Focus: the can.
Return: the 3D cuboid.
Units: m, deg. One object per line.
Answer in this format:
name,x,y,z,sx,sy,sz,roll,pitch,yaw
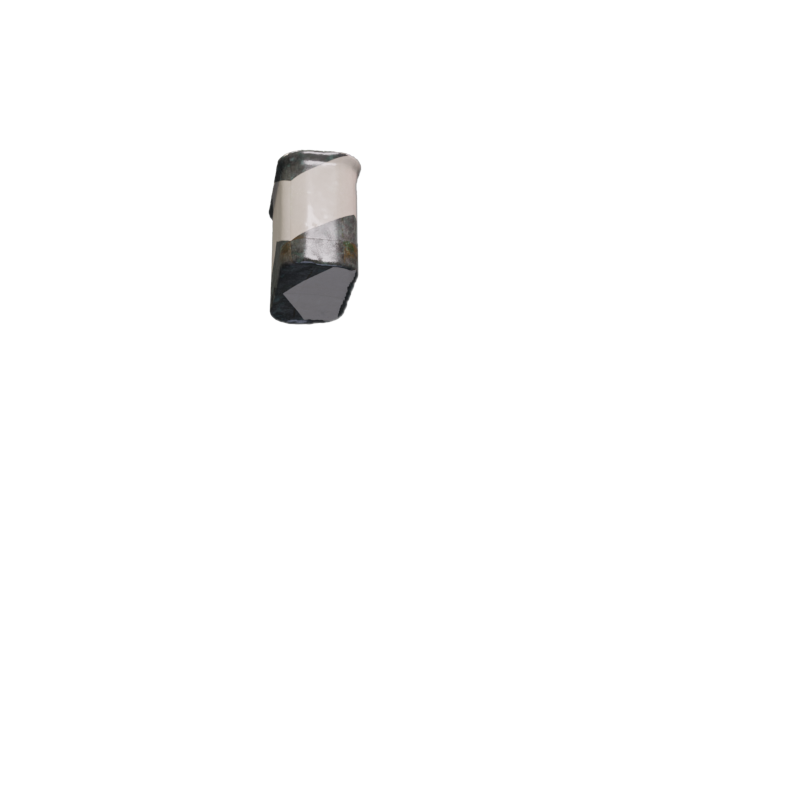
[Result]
can,-0.060,-0.108,0.760,0.057,0.089,0.098,3,-24,-10
